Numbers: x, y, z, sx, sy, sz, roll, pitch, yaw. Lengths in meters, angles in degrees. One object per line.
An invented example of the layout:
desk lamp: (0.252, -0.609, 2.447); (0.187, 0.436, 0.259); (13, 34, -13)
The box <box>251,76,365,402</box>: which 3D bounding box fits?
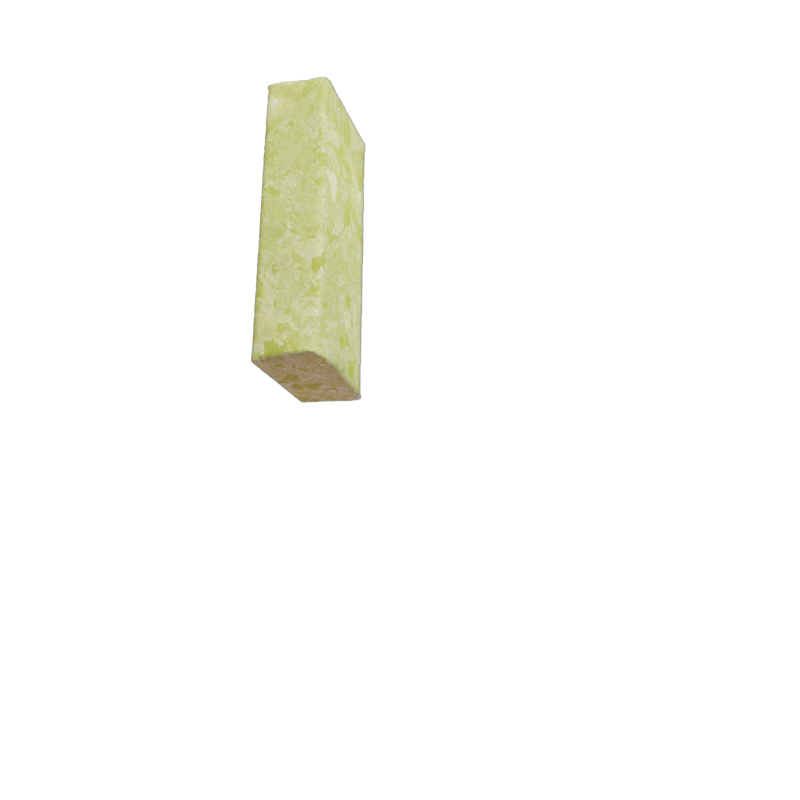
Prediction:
box: (-0.053, -0.096, 0.672); (0.049, 0.186, 0.087); (-7, -23, 13)
